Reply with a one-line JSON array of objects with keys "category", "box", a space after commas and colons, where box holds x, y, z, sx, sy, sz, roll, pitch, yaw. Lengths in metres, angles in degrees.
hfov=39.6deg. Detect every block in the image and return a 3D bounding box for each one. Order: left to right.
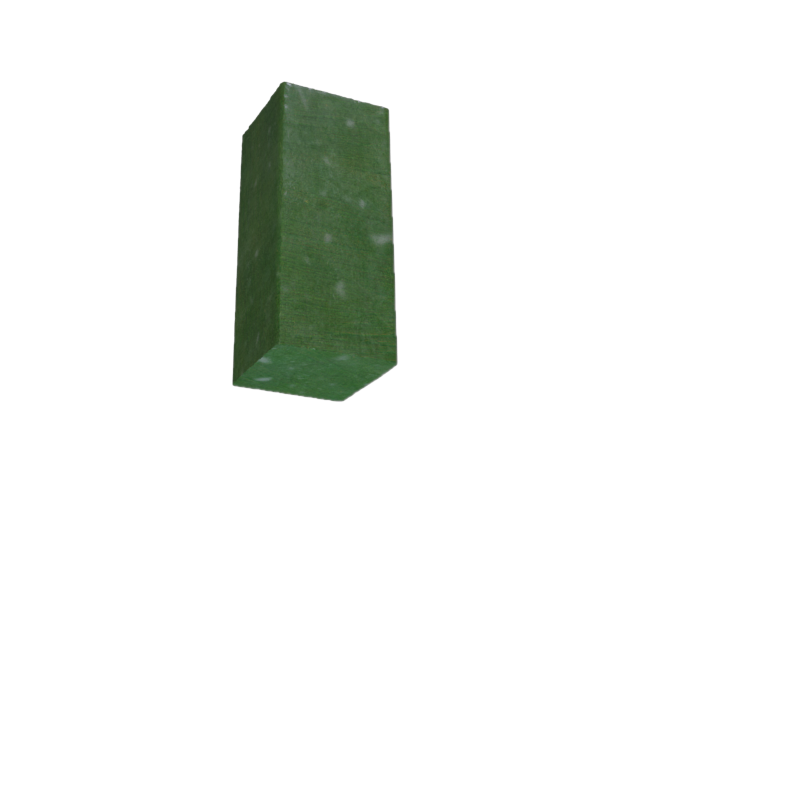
[{"category": "block", "box": [-0.063, -0.115, 0.809, 0.087, 0.218, 0.088, 10, -27, -24]}]
